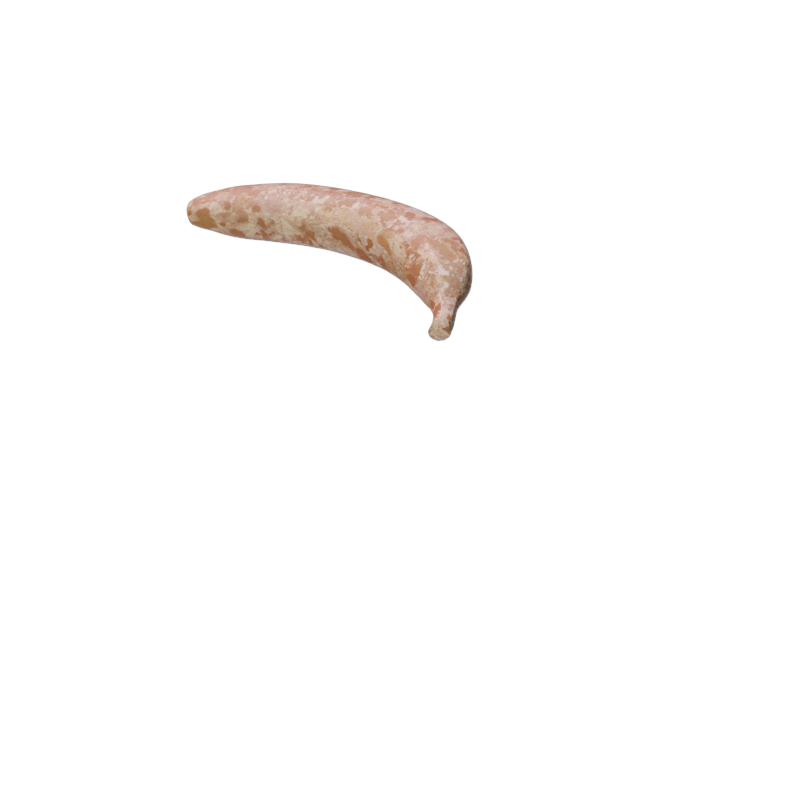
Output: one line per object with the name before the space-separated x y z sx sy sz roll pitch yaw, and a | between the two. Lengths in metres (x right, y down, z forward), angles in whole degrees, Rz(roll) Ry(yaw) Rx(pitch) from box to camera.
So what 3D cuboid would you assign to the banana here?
banana | -0.031 -0.089 0.599 0.069 0.035 0.211 -25 38 -39
